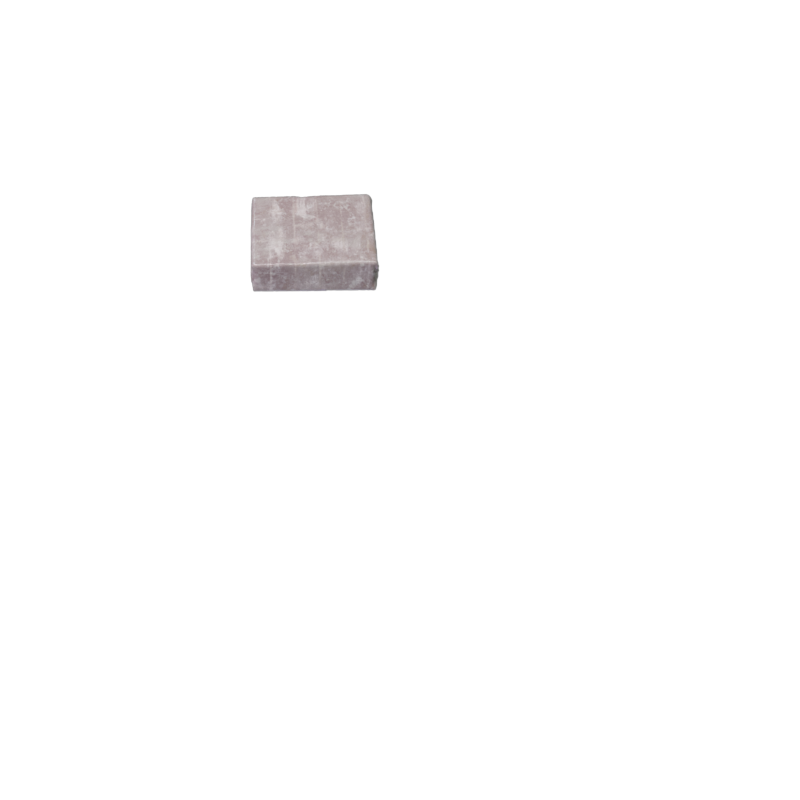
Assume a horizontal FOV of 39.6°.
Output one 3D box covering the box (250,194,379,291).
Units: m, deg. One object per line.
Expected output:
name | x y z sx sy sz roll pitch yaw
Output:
box | -0.062 -0.113 0.790 0.089 0.079 0.028 -2 -43 -2
